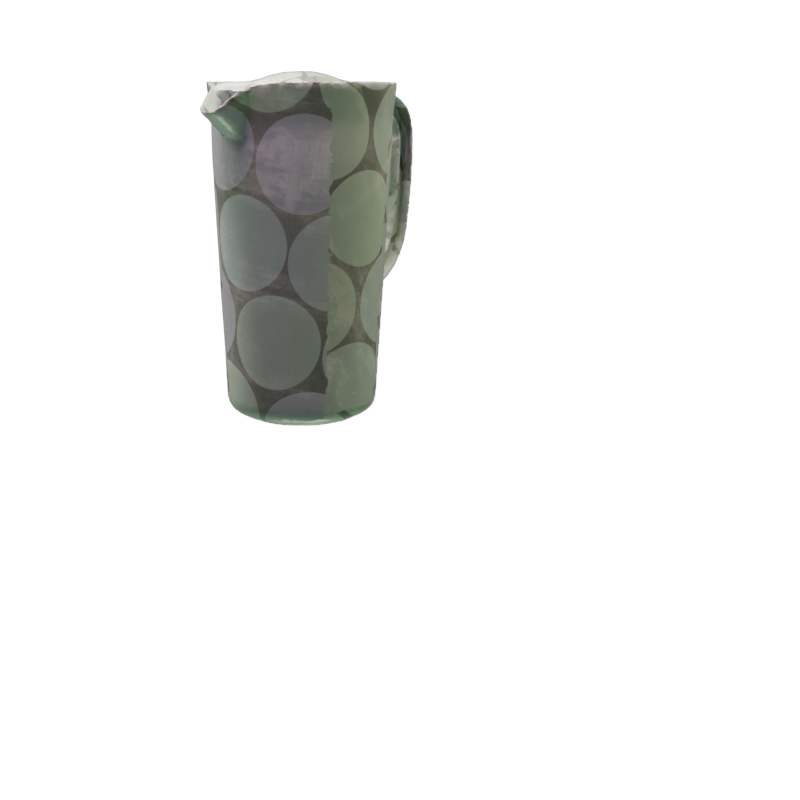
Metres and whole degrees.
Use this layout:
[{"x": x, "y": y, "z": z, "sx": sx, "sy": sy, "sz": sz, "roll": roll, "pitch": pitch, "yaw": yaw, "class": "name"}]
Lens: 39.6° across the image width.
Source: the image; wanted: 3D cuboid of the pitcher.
[{"x": -0.063, "y": -0.114, "z": 0.800, "sx": 0.149, "sy": 0.237, "sz": 0.149, "roll": 0, "pitch": 11, "yaw": -1, "class": "pitcher"}]
